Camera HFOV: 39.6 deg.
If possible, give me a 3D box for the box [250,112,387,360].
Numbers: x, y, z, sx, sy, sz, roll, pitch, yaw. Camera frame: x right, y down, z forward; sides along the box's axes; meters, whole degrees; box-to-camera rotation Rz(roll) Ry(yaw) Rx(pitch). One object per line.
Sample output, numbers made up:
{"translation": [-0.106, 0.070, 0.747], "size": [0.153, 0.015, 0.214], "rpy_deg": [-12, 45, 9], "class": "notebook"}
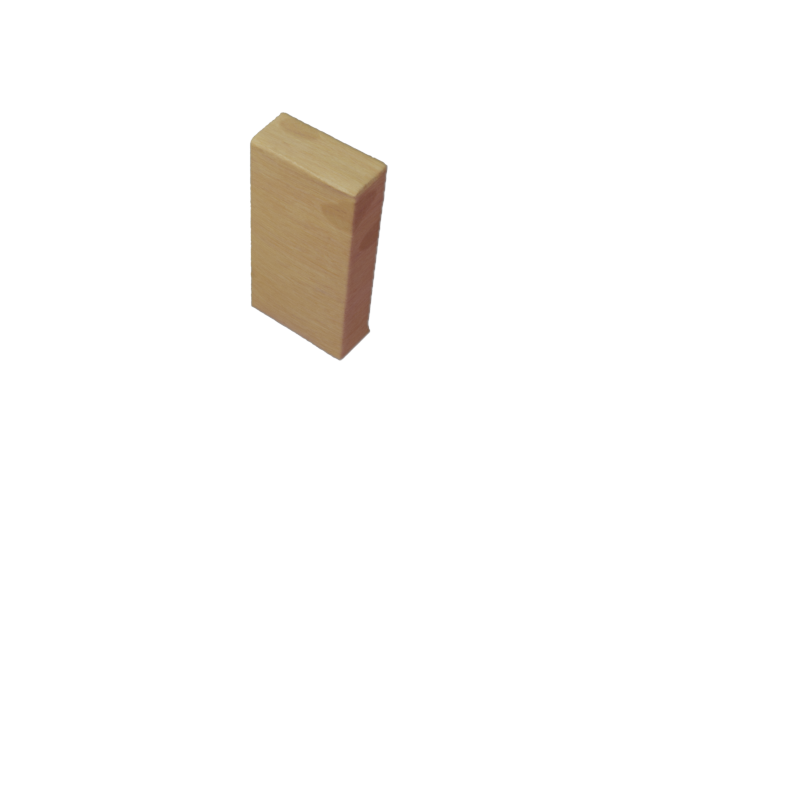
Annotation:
{"translation": [-0.064, -0.115, 0.809], "size": [0.098, 0.164, 0.049], "rpy_deg": [32, 56, 20], "class": "box"}
